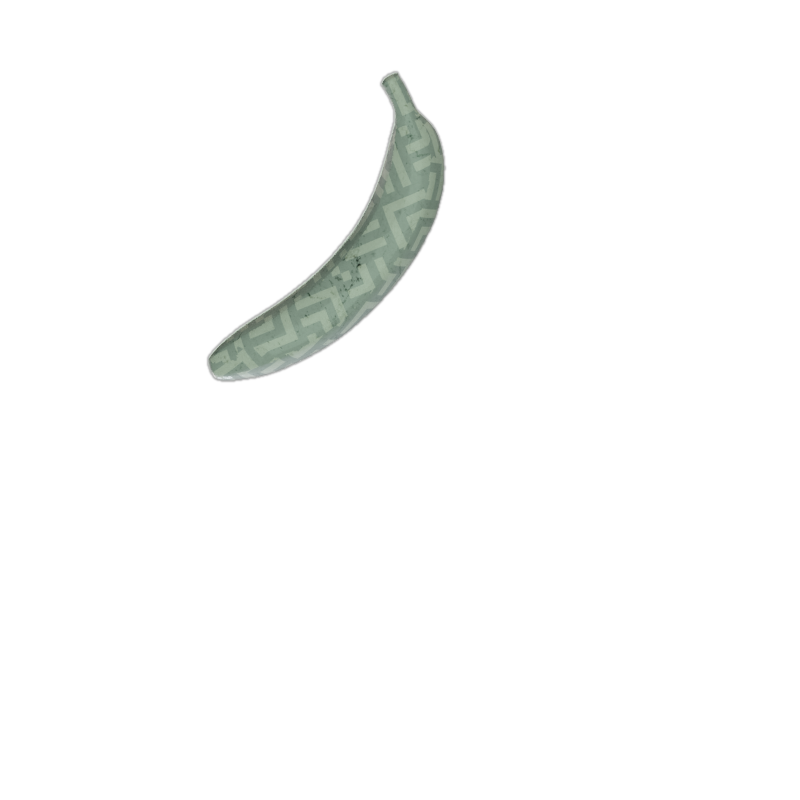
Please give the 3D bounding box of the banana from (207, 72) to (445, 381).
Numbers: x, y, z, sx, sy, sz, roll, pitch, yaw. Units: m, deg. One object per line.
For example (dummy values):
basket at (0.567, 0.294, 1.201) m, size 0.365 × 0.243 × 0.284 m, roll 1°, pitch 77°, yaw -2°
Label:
banana at (-0.030, -0.082, 0.615) m, size 0.068 × 0.195 × 0.038 m, roll 31°, pitch 11°, yaw -8°
